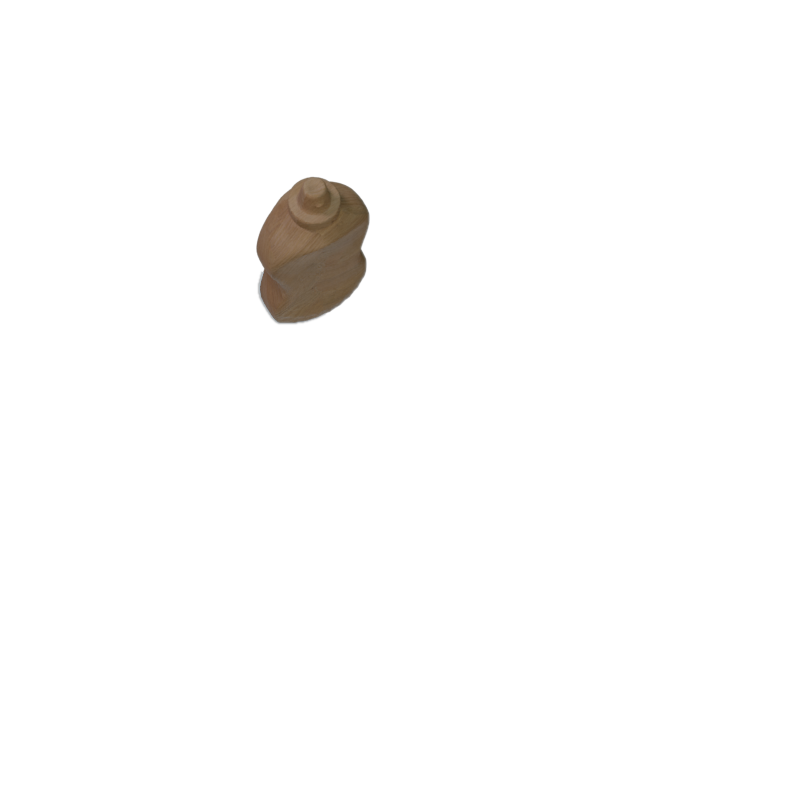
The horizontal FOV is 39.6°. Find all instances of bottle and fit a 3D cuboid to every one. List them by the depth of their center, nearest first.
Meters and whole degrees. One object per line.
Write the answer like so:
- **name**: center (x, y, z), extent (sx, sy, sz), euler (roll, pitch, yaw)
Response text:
- **bottle**: center (-0.071, -0.129, 0.909), extent (0.096, 0.061, 0.182), euler (-28, -15, -13)
